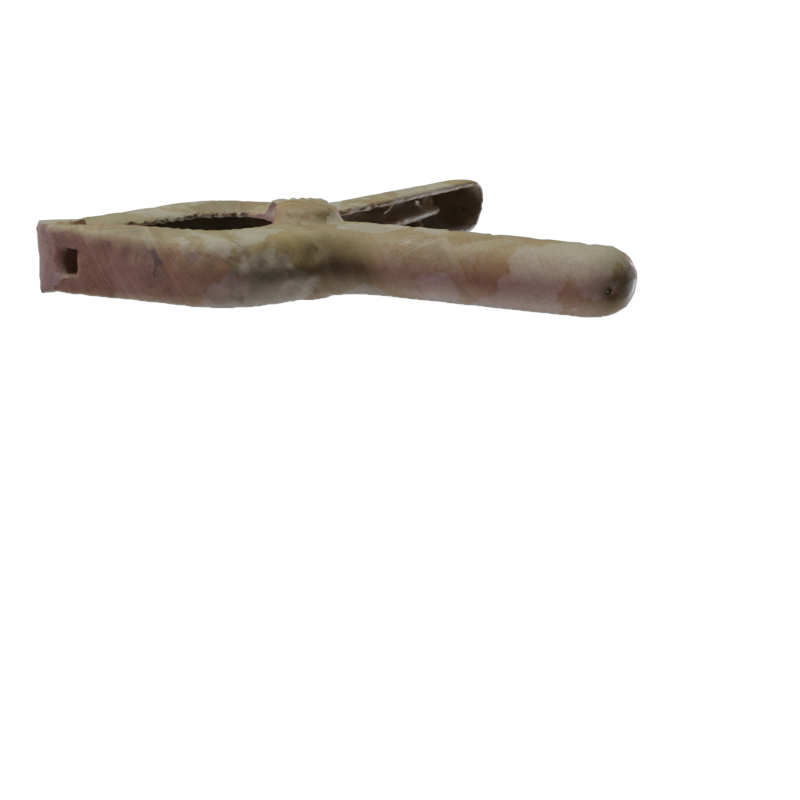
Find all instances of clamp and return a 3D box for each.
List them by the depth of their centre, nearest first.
[{"bbox_3d":[-0.035,-0.063,0.443,0.208,0.035,0.172,-2,19,-6],"label":"clamp"}]
